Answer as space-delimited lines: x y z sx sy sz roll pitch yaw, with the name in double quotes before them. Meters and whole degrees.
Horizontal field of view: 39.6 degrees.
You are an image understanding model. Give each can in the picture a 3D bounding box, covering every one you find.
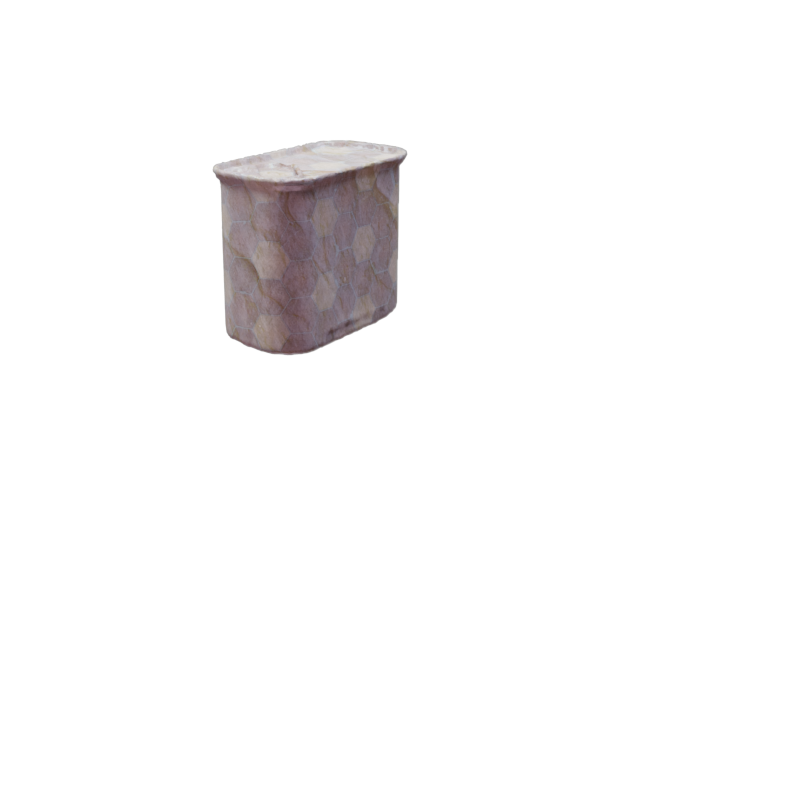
"can" -0.042 -0.077 0.540 0.060 0.081 0.101 13 23 33
